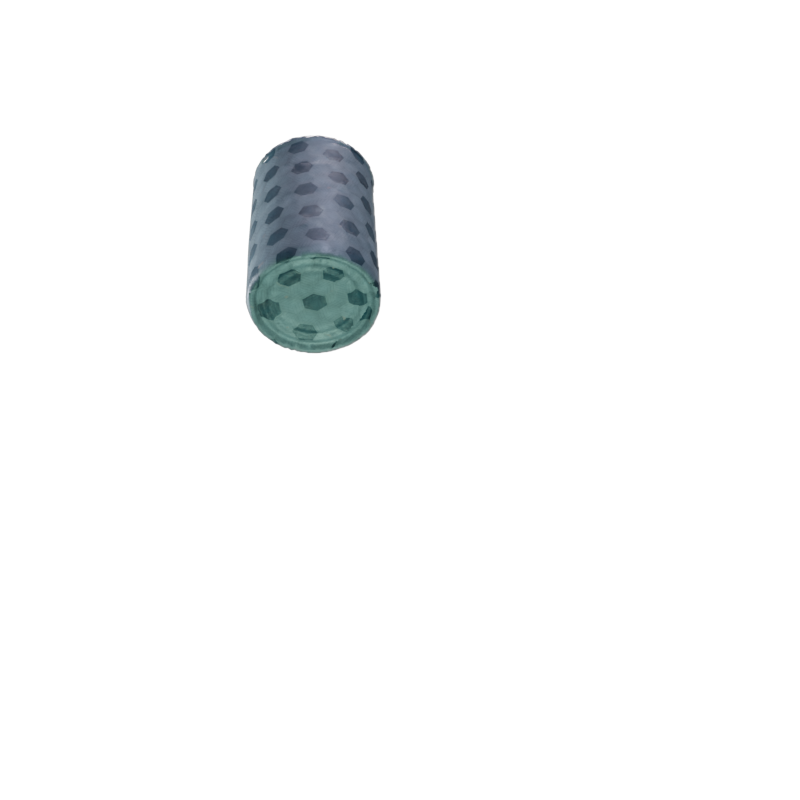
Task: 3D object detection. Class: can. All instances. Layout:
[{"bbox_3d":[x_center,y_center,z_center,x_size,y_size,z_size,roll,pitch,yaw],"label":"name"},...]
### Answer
[{"bbox_3d":[-0.046,-0.083,0.582,0.068,0.064,0.110,-1,43,-3],"label":"can"}]
